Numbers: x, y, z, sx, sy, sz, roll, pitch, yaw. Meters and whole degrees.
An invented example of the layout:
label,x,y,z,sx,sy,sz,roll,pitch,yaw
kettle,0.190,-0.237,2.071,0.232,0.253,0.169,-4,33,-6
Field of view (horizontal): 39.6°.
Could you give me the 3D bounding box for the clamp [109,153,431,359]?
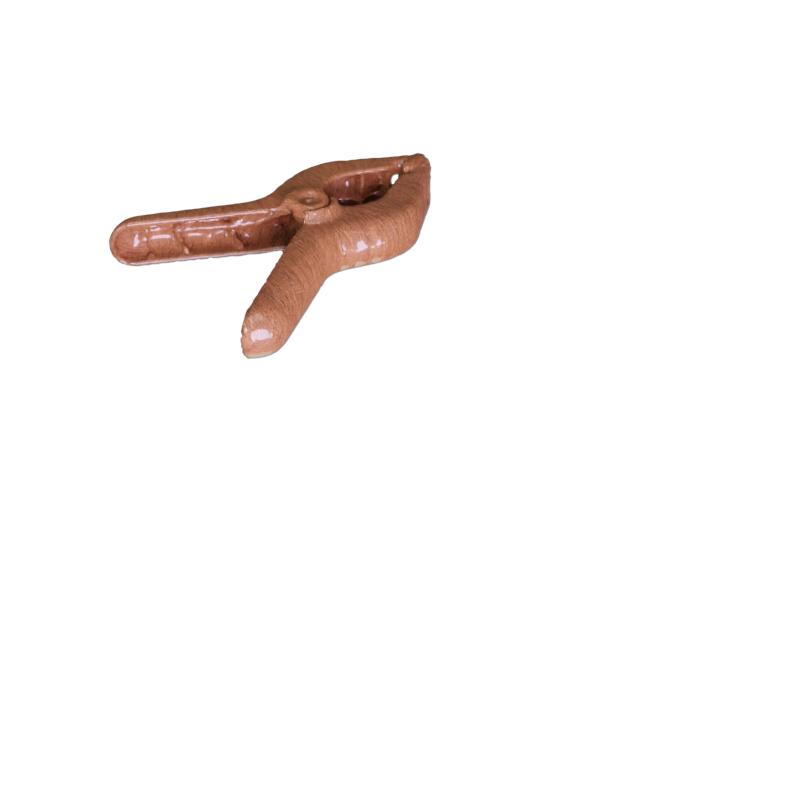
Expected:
label,x,y,z,sx,sy,sz,roll,pitch,yaw
clamp,-0.042,-0.077,0.543,0.170,0.037,0.130,-24,48,-24
